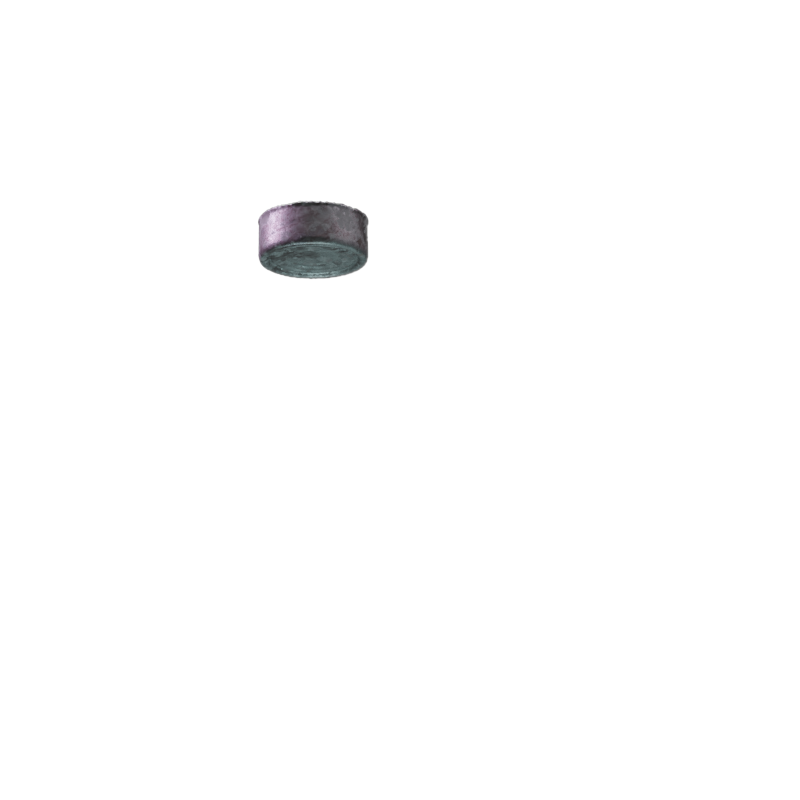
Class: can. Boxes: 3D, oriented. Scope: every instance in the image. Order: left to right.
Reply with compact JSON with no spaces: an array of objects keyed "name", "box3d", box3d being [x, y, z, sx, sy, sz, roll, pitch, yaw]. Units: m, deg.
[{"name":"can","box3d":[-0.067,-0.122,0.855,0.086,0.035,0.083,0,-14,-2]}]
